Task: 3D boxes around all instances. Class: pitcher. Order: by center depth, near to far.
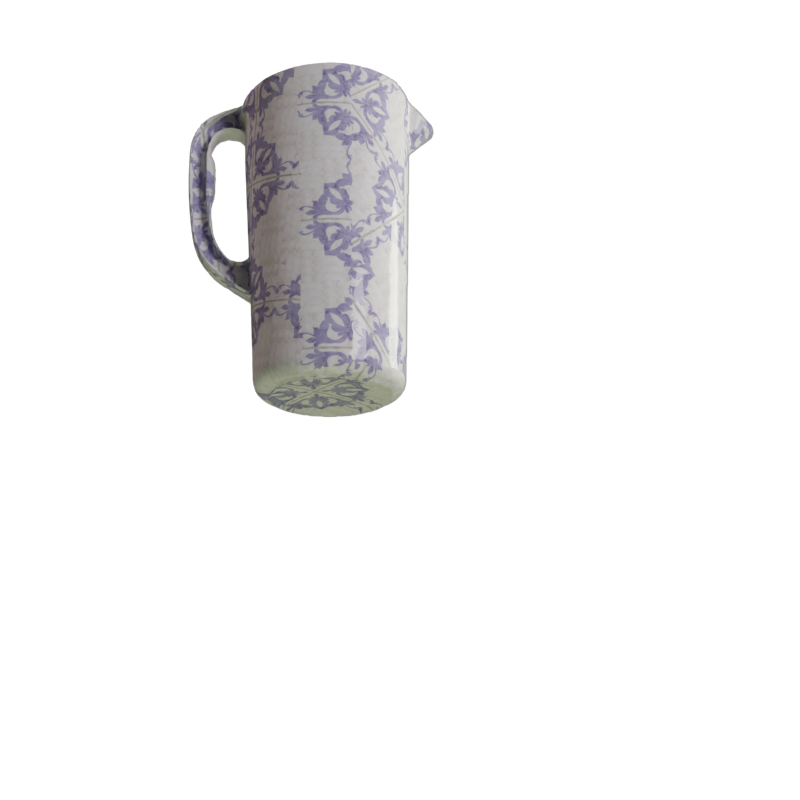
[{"bbox_3d":[-0.065,-0.118,0.824,0.151,0.257,0.136,-19,-29,35],"label":"pitcher"}]
